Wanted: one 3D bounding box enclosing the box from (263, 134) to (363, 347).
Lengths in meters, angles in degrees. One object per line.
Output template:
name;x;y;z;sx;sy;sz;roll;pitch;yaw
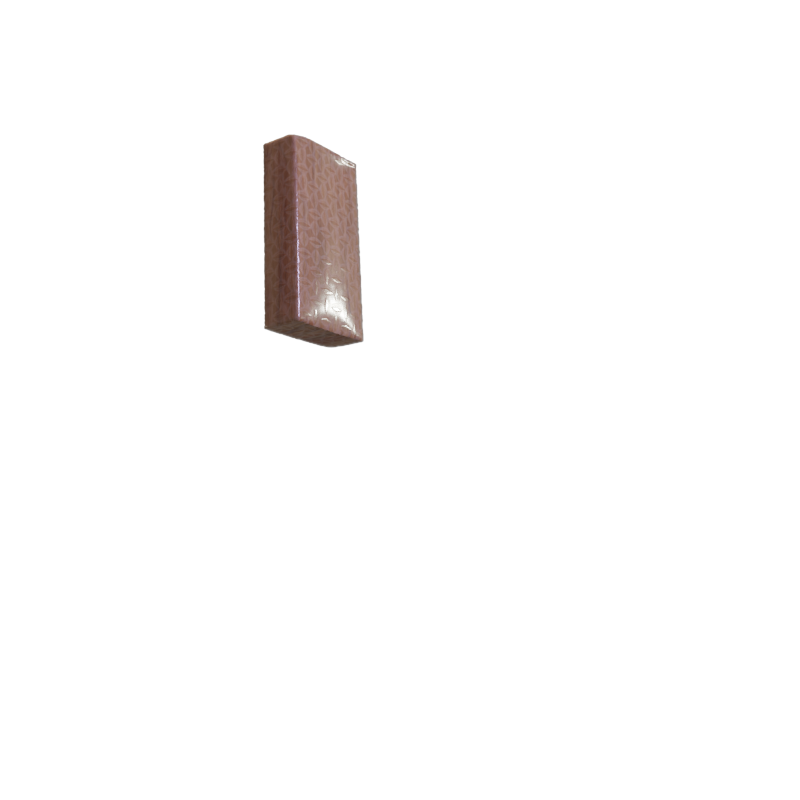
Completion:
box;-0.077;-0.141;0.989;0.049;0.184;0.088;-15;-22;35
